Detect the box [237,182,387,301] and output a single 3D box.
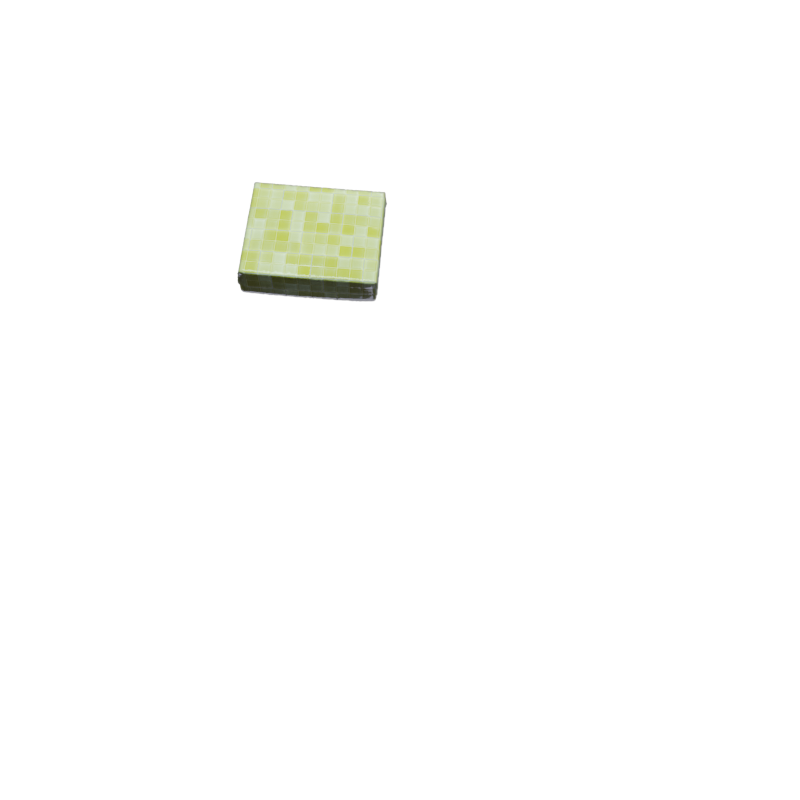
[{"bbox_3d":[-0.071,-0.129,0.906,0.114,0.095,0.036,5,-30,3],"label":"box"}]
